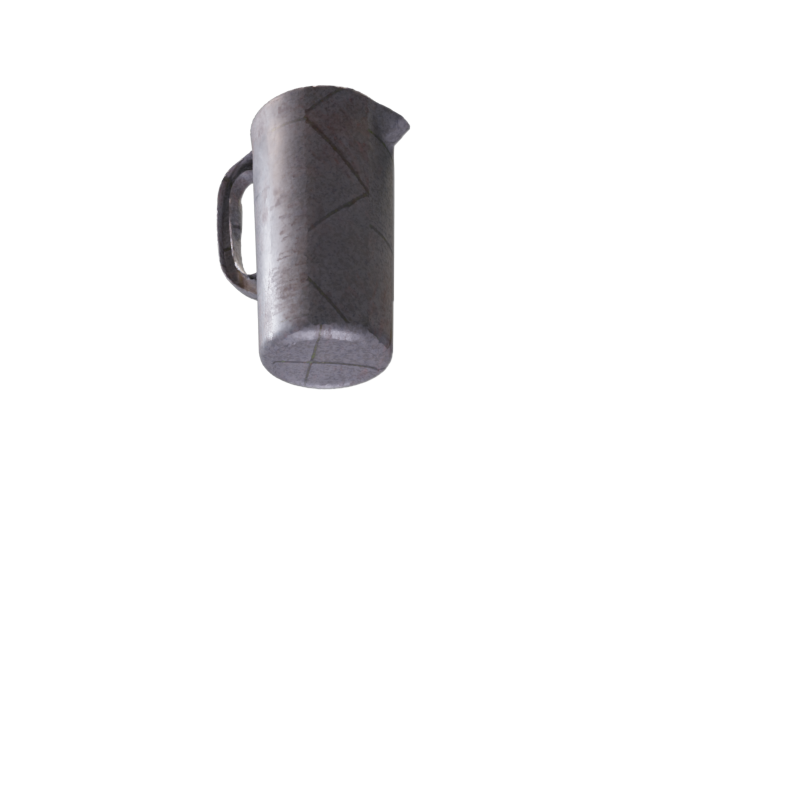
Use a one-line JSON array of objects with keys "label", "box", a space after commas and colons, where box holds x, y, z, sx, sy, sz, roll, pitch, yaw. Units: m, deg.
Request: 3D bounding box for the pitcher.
[{"label": "pitcher", "box": [-0.074, -0.136, 0.952, 0.141, 0.259, 0.144, 9, -32, -19]}]
